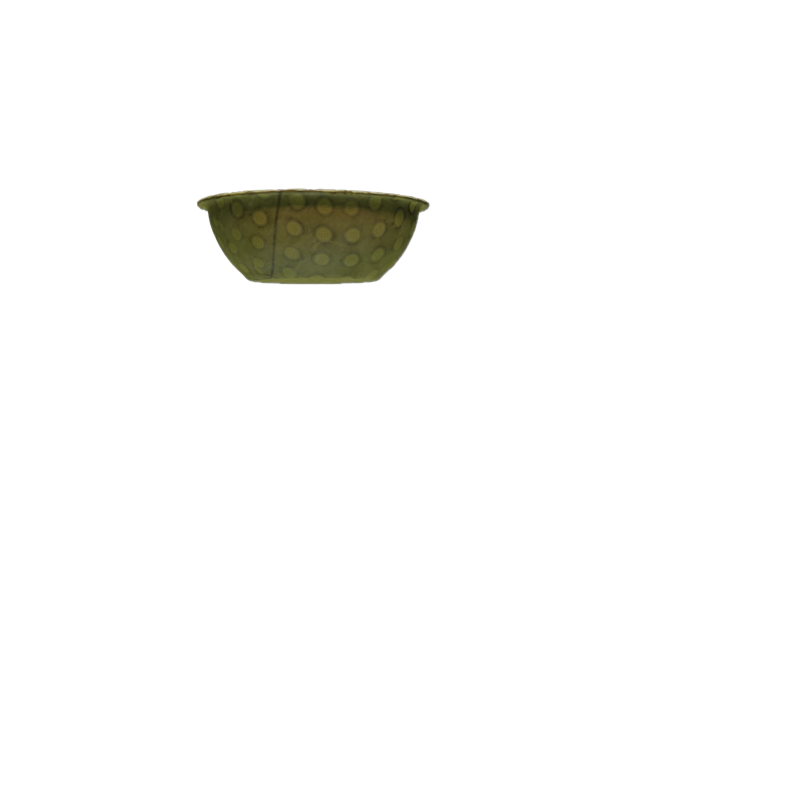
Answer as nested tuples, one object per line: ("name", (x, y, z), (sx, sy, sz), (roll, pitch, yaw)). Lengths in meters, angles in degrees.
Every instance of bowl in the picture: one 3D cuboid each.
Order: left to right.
("bowl", (-0.060, -0.109, 0.767), (0.162, 0.055, 0.162), (0, 2, -2))
